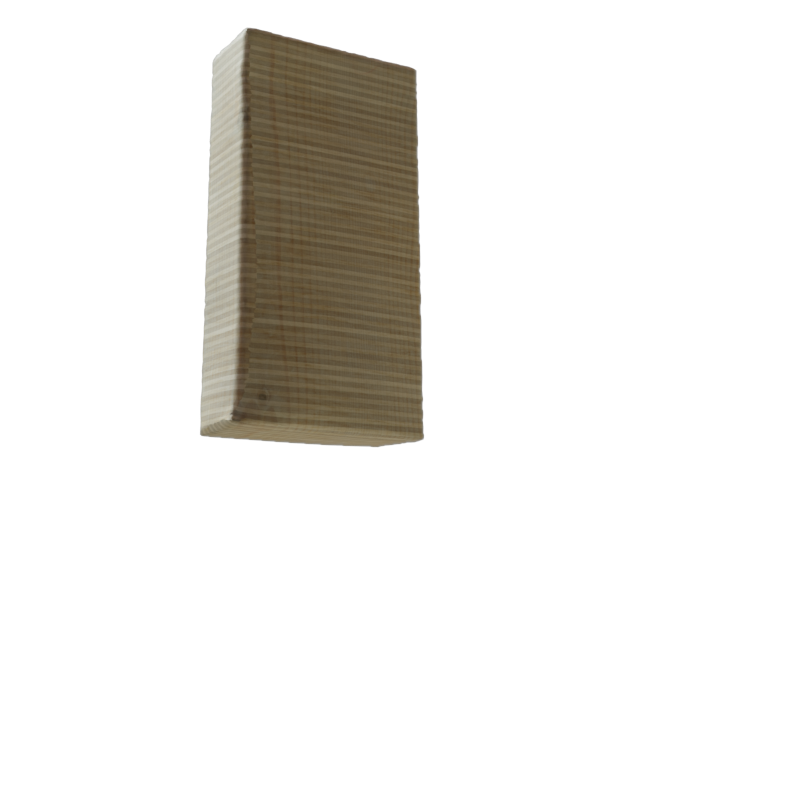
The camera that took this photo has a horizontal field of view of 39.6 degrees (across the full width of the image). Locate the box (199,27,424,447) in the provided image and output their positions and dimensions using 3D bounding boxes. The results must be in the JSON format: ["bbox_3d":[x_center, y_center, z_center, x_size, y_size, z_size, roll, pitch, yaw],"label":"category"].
[{"bbox_3d":[-0.039,-0.071,0.499,0.090,0.183,0.048,8,-19,-29],"label":"box"}]
